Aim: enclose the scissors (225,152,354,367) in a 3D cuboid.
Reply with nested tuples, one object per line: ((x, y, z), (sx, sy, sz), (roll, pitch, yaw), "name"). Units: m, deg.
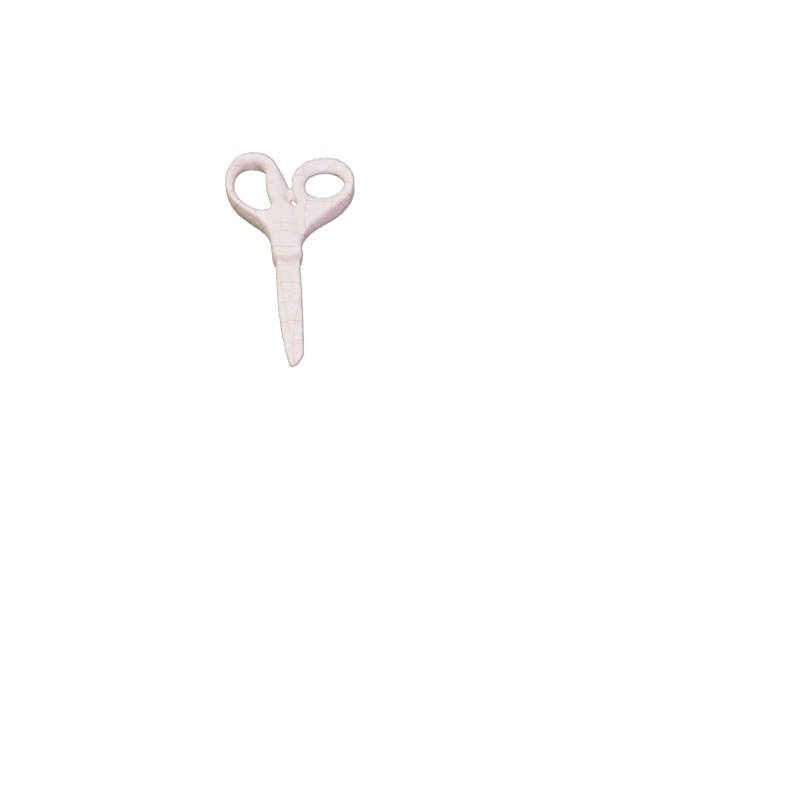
((-0.055, -0.101, 0.705), (0.095, 0.015, 0.219), (-15, 46, -15), "scissors")
